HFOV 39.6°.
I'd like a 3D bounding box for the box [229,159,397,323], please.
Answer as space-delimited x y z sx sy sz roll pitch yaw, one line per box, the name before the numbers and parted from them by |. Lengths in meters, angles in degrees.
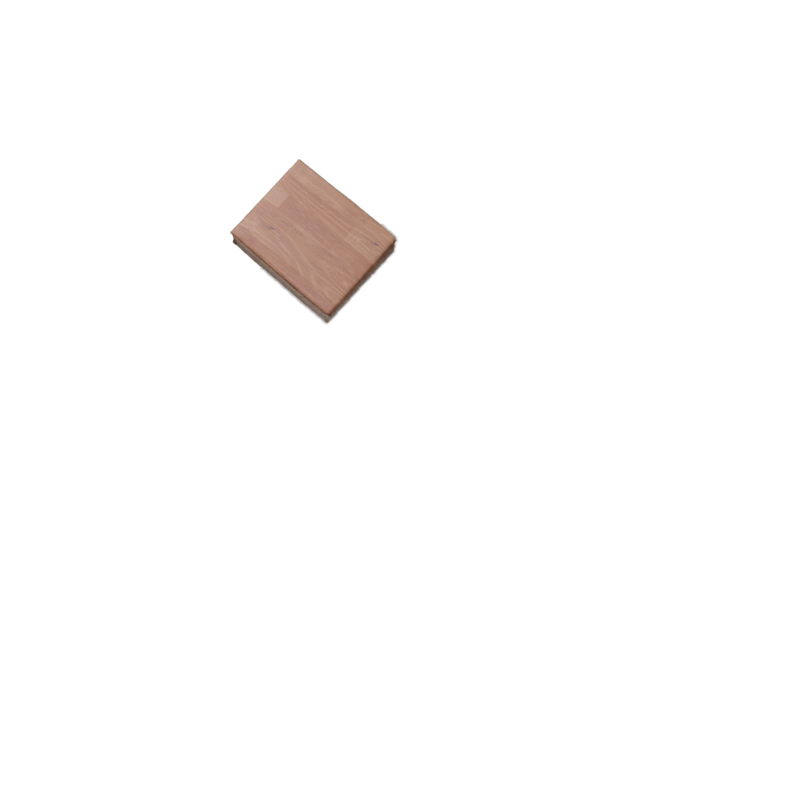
box | -0.074 -0.135 0.944 0.117 0.091 0.037 39 -14 12
